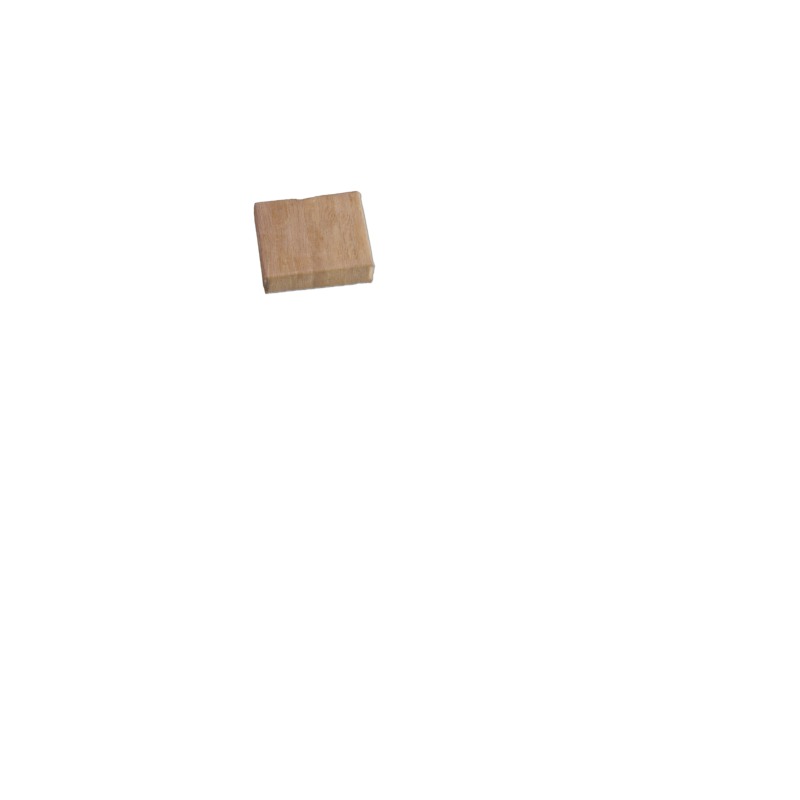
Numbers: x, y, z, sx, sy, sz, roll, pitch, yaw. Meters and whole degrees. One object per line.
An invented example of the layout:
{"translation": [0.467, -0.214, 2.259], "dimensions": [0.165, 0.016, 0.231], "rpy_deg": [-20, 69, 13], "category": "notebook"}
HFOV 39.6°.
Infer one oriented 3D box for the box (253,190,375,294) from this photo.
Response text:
{"translation": [-0.069, -0.127, 0.886], "dimensions": [0.089, 0.078, 0.028], "rpy_deg": [-7, -31, -5], "category": "box"}
